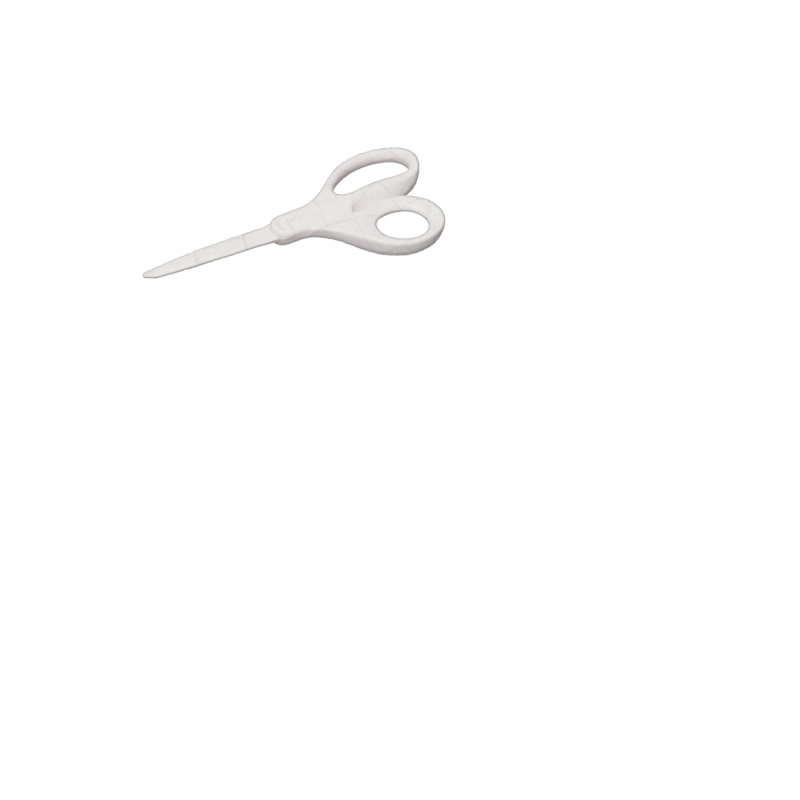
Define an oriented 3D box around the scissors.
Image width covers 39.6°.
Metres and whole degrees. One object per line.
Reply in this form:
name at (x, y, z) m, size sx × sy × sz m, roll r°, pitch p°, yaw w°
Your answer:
scissors at (-0.056, -0.102, 0.712) m, size 0.203 × 0.015 × 0.102 m, roll -36°, pitch 61°, yaw -24°
